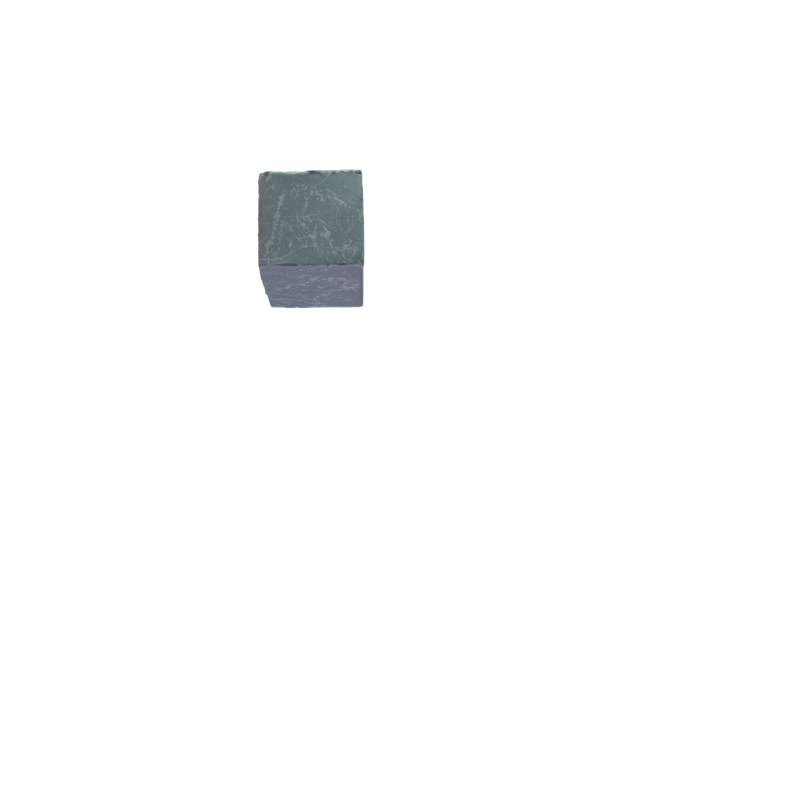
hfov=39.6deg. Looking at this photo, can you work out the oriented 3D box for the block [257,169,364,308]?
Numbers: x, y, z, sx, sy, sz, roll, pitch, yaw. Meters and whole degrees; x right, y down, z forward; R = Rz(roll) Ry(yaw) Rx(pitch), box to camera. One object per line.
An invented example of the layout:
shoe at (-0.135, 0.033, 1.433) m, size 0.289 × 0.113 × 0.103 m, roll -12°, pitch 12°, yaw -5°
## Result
block at (-0.045, -0.082, 0.575) m, size 0.053 × 0.053 × 0.075 m, roll 0°, pitch -13°, yaw -1°
